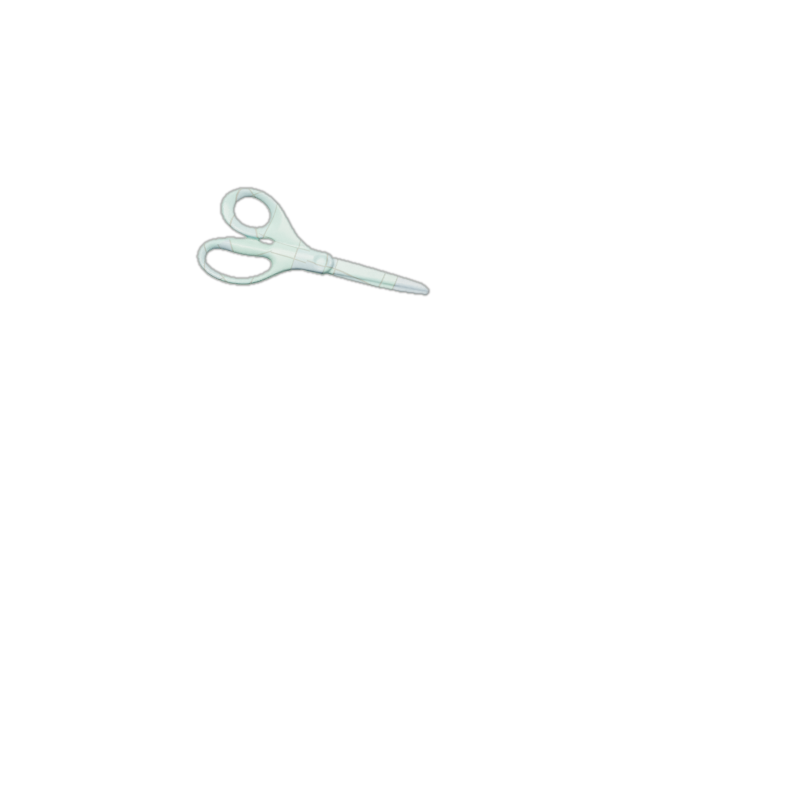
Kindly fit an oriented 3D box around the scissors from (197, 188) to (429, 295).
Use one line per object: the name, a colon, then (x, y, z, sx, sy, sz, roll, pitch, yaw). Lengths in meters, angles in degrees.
scissors: (-0.076, -0.139, 0.975, 0.201, 0.099, 0.015, 0, -13, 0)
